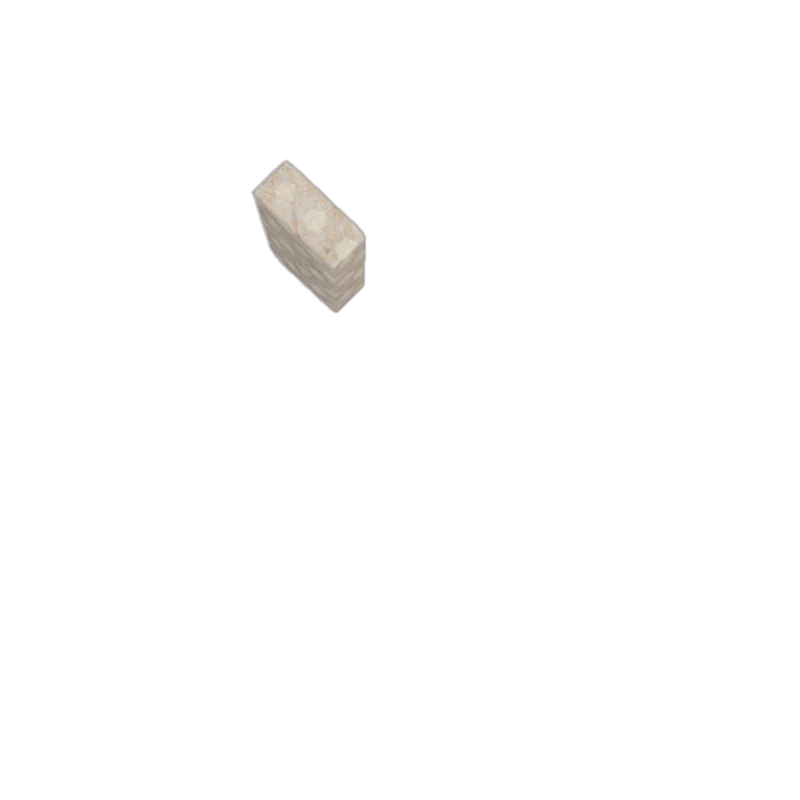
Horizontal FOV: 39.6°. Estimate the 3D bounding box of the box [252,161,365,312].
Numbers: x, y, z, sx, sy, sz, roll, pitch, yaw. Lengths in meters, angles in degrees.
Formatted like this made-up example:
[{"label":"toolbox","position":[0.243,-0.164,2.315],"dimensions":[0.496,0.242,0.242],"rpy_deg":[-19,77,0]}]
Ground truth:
[{"label":"box","position":[-0.074,-0.136,0.955],"dimensions":[0.048,0.095,0.171],"rpy_deg":[-45,-5,-9]}]
